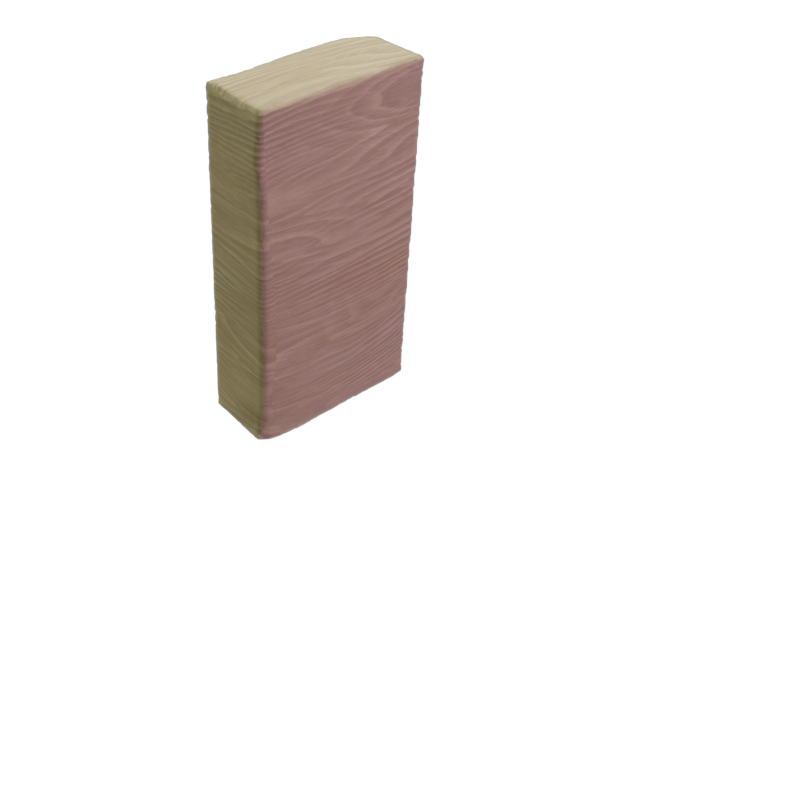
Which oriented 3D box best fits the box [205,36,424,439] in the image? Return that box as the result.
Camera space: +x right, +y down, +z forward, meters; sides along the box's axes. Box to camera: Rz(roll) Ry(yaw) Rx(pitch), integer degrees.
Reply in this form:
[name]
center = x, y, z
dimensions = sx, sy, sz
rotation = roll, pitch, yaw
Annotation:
[box]
center = -0.040, -0.074, 0.514
dimensions = 0.093, 0.165, 0.051
rotation = -26, 43, -35
